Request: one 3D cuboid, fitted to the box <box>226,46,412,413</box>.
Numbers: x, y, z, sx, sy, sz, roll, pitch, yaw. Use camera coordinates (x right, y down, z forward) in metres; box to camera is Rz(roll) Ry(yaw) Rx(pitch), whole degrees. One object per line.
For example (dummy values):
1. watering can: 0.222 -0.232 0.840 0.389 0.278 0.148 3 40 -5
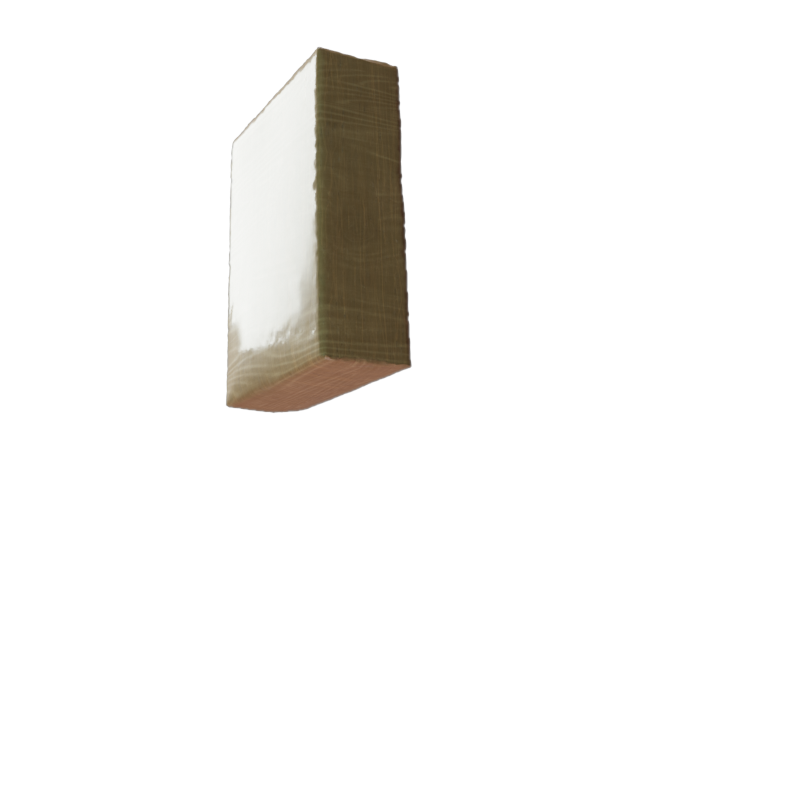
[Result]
1. box: -0.061 -0.111 0.775 0.069 0.223 0.163 9 -20 -27
